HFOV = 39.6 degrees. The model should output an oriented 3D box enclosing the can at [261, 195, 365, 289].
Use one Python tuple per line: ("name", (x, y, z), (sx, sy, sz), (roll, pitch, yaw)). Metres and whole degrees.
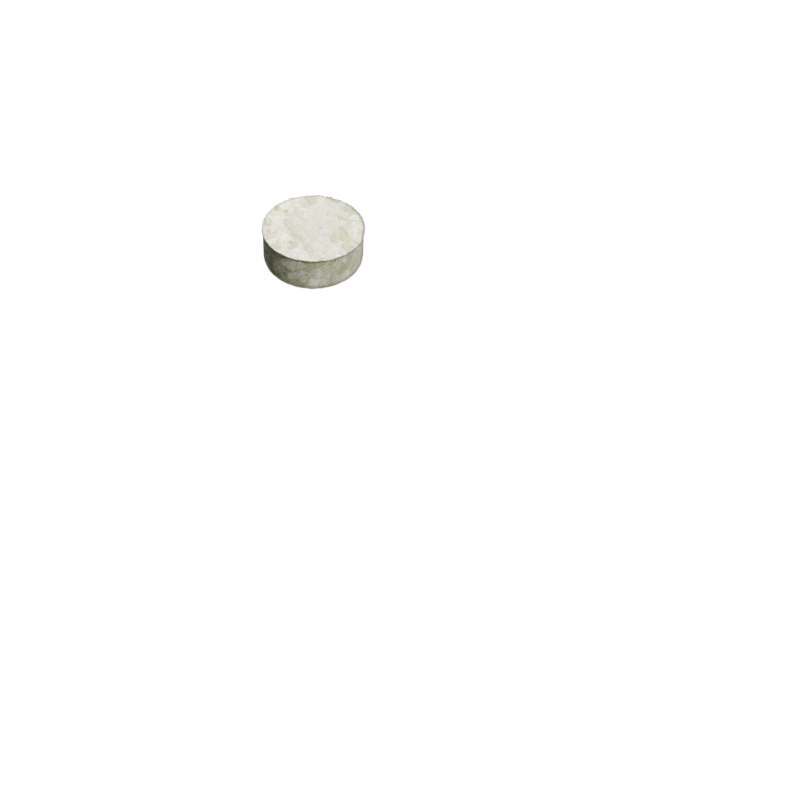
("can", (-0.073, -0.133, 0.929), (0.086, 0.031, 0.092), (-1, 44, -1))
